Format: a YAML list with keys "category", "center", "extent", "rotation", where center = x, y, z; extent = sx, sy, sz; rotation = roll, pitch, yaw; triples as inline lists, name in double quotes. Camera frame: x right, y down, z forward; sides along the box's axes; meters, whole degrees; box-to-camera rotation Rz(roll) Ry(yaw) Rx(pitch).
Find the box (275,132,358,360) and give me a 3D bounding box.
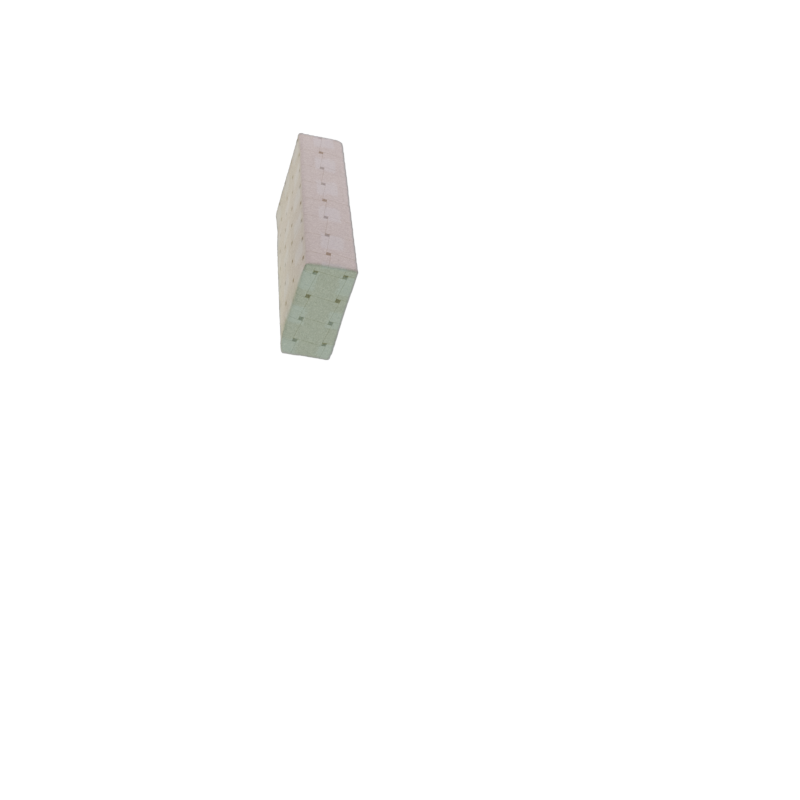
- category: "box"
  center: [-0.069, -0.126, 0.884]
  extent: [0.047, 0.089, 0.189]
  rotation: [10, 41, -13]
